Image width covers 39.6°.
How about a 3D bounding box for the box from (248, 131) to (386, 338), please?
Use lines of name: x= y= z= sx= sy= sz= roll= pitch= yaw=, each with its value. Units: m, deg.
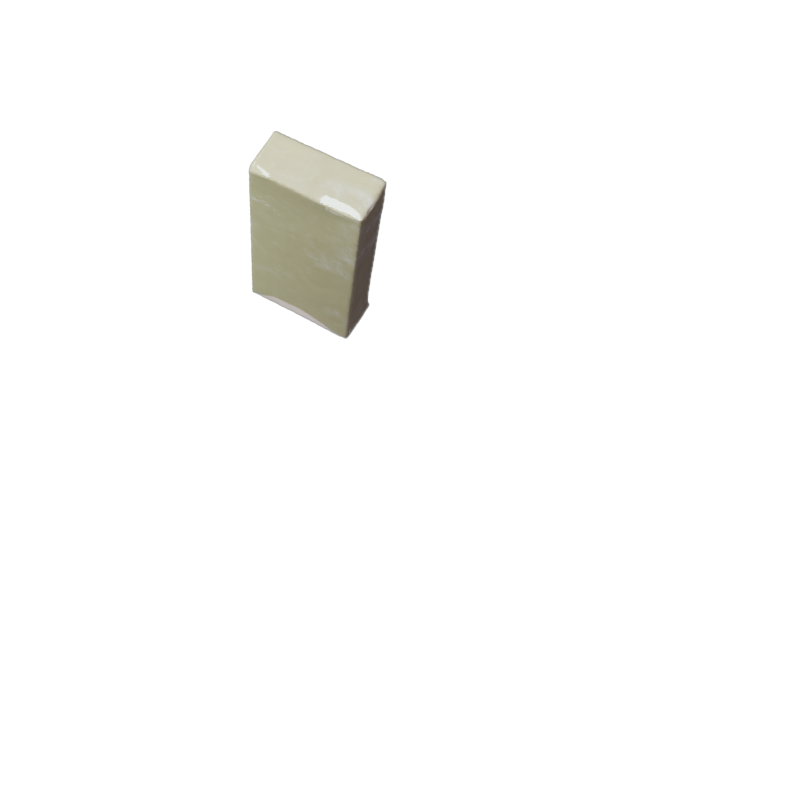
box: x=-0.066 y=-0.120 z=0.839 sx=0.096 sy=0.049 sz=0.166 roll=28 pitch=-23 yaw=9
